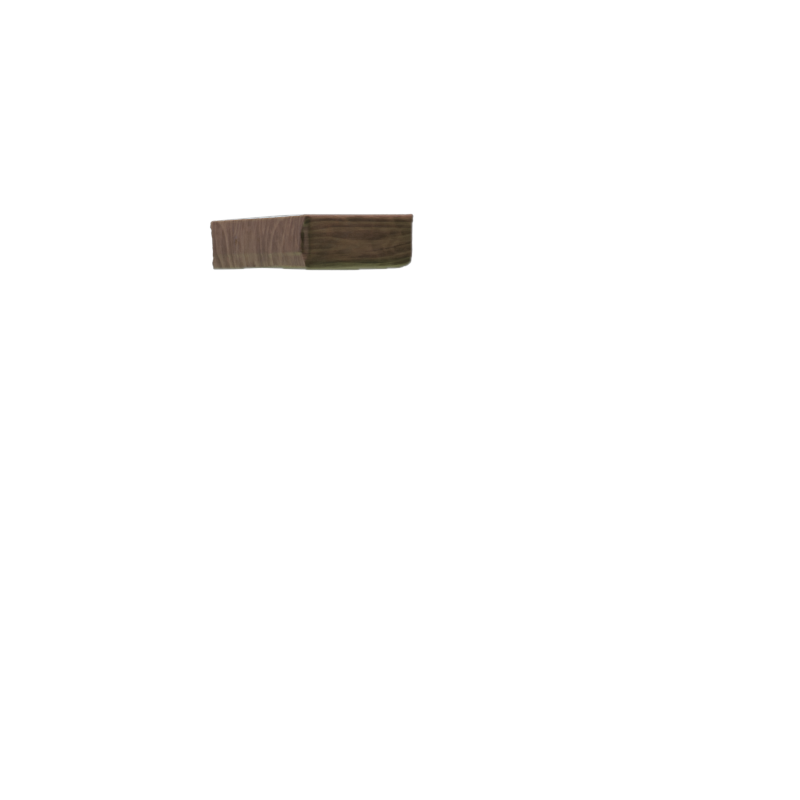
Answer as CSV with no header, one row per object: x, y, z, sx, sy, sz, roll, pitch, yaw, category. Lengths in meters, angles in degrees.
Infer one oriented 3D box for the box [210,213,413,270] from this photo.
-0.059,-0.108,0.756,0.094,0.039,0.109,5,8,41,box
